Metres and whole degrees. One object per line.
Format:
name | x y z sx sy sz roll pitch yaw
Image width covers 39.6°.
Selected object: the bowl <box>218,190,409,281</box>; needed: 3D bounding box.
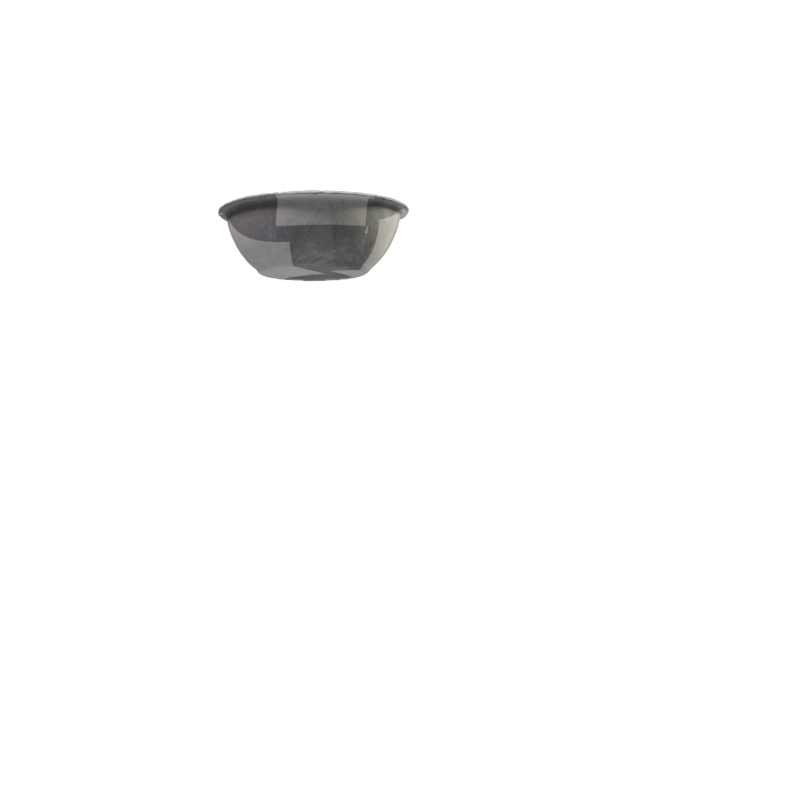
bowl | -0.073 -0.133 0.935 0.162 0.056 0.160 0 -3 -2
